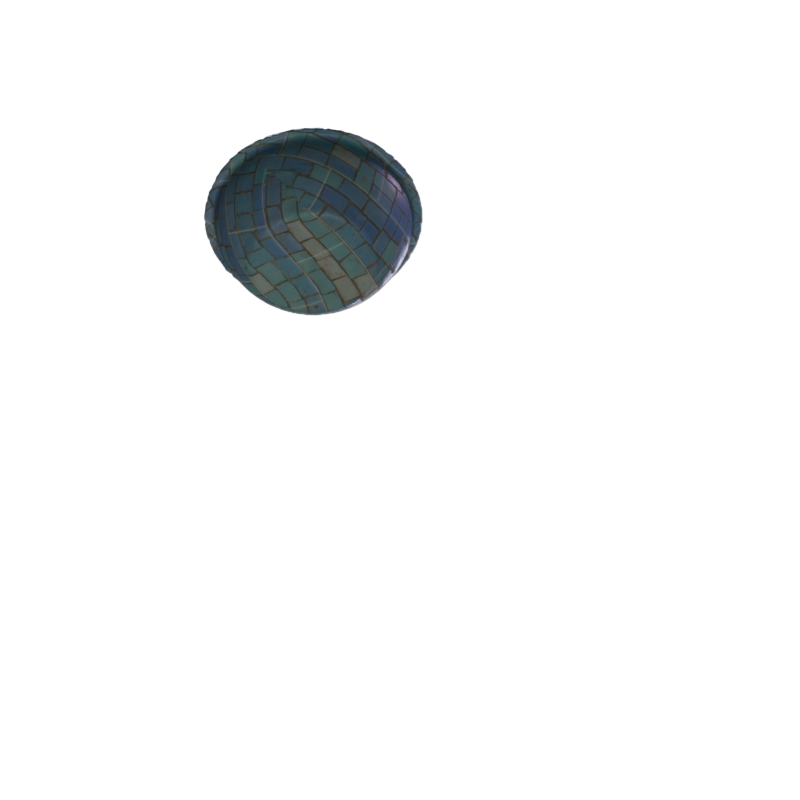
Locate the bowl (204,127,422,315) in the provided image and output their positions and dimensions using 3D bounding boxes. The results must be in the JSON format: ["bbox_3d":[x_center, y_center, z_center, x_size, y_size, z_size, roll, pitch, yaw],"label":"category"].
[{"bbox_3d":[-0.063,-0.115,0.803,0.162,0.151,0.059,1,40,-1],"label":"bowl"}]
